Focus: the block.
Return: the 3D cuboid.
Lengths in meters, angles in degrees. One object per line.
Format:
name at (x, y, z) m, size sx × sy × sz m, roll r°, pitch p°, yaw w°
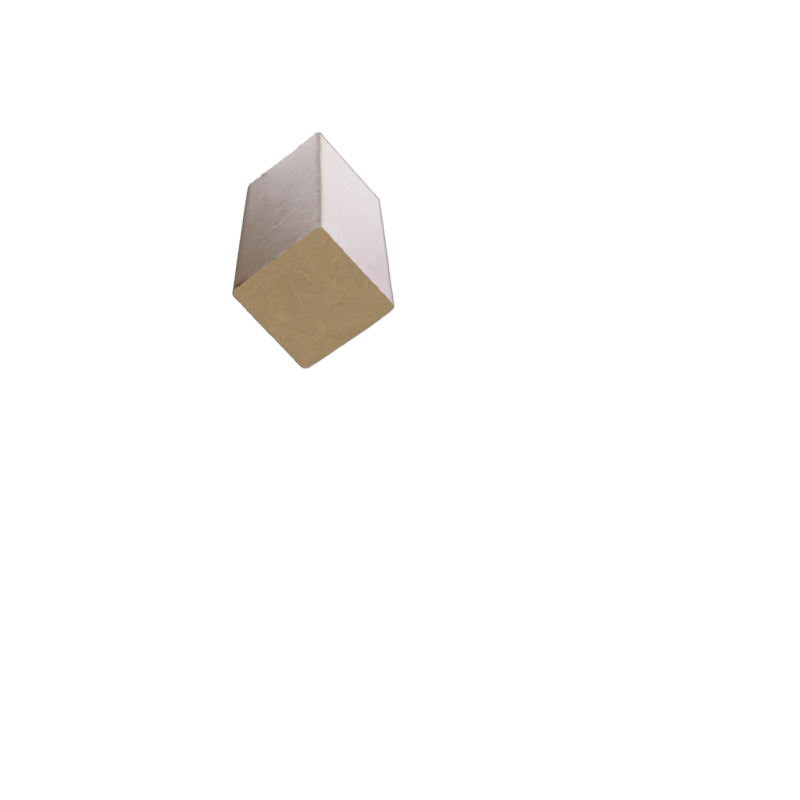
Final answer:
block at (-0.072, -0.130, 0.914) m, size 0.090 × 0.086 × 0.219 m, roll -35°, pitch 27°, yaw 16°
